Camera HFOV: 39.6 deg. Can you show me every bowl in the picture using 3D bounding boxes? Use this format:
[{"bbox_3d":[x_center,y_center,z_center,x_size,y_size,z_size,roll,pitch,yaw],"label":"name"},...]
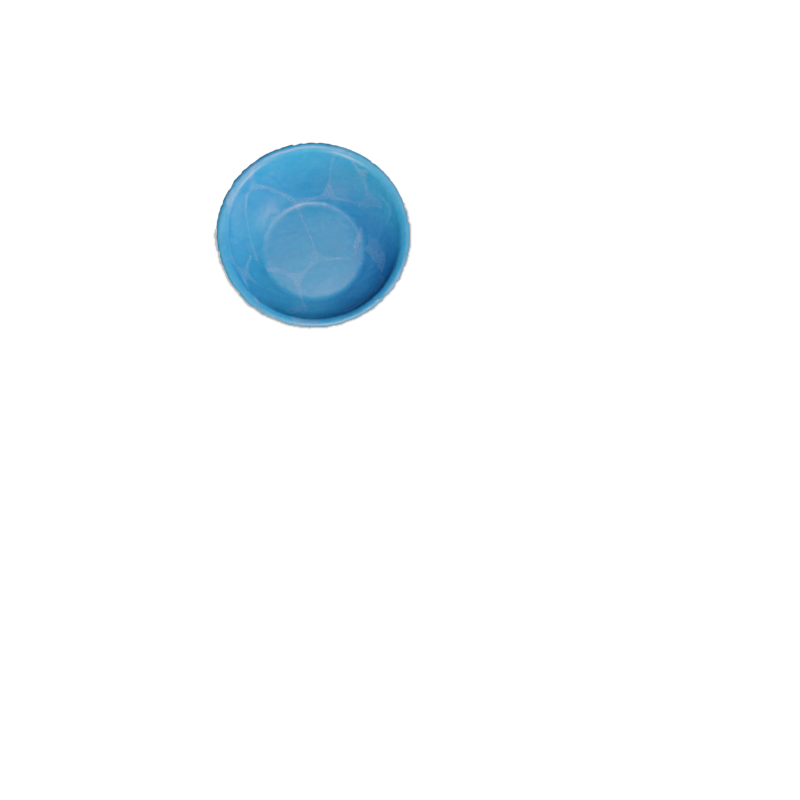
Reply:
[{"bbox_3d":[-0.074,-0.135,0.944,0.162,0.168,0.053,-1,-16,-1],"label":"bowl"}]
